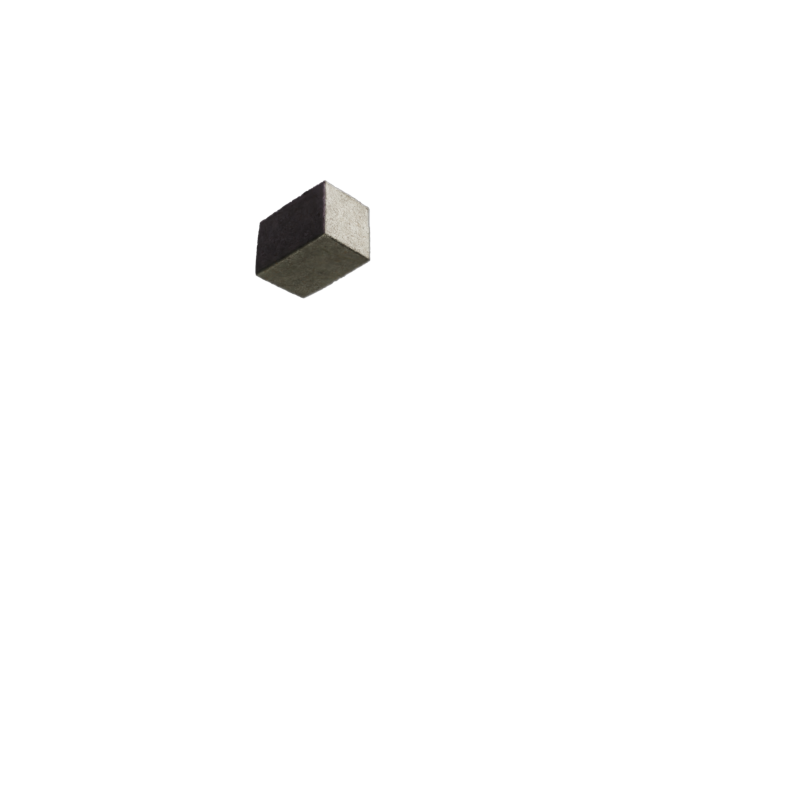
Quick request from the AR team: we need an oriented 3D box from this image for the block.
[{"bbox_3d":[-0.068,-0.123,0.862,0.078,0.055,0.049,-26,-40,35],"label":"block"}]
